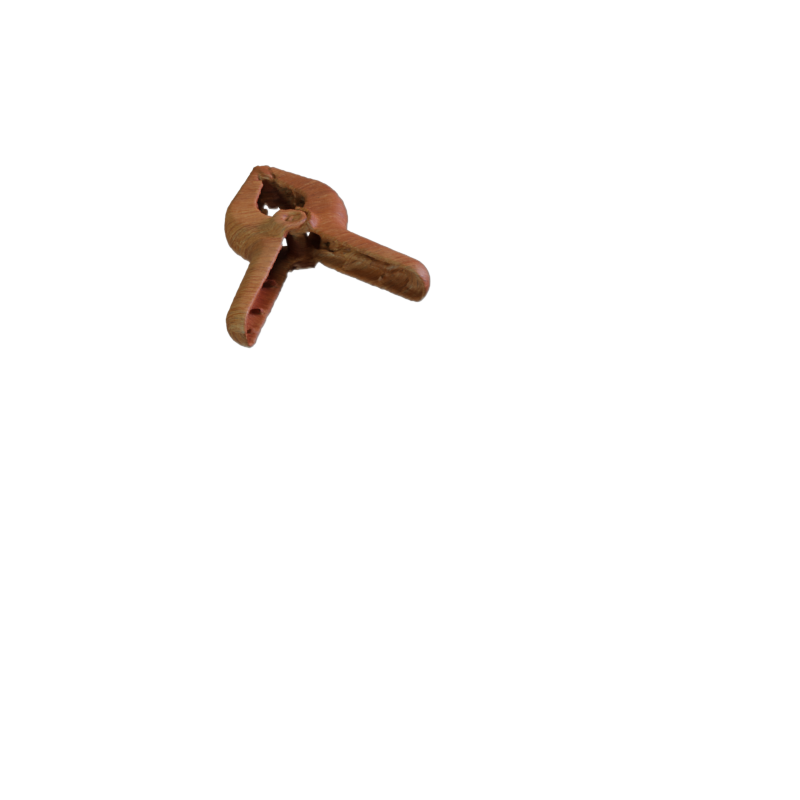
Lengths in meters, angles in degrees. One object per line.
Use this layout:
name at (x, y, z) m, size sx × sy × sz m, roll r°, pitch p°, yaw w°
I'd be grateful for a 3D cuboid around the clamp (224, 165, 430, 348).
clamp at (-0.054, -0.098, 0.689) m, size 0.119 × 0.037 × 0.185 m, roll -7°, pitch 40°, yaw -8°
